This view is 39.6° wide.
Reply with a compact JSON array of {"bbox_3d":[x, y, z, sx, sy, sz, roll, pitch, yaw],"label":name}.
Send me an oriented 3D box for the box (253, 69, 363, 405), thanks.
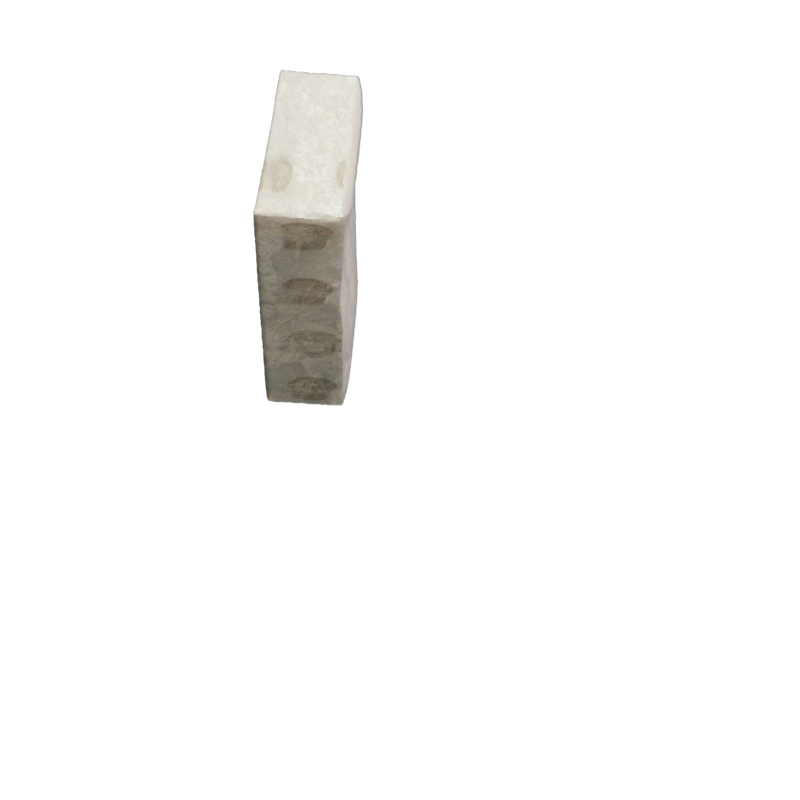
[{"bbox_3d":[-0.068,-0.125,0.872,0.072,0.176,0.199,4,-41,-1],"label":"box"}]
